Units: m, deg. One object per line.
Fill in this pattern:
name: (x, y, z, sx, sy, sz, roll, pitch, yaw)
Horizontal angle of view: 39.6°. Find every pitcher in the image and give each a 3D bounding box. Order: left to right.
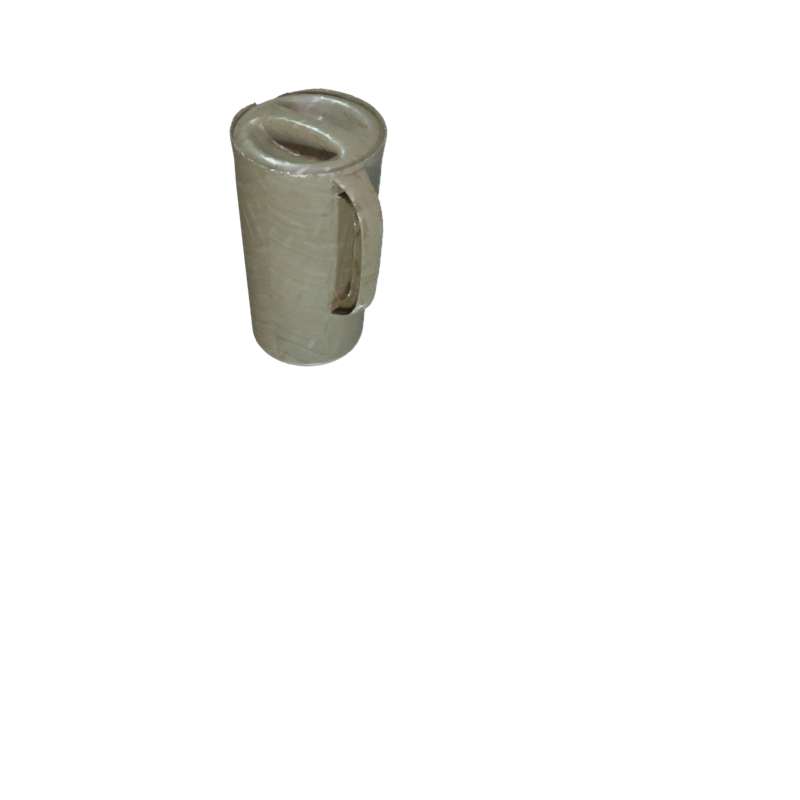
pitcher: (-0.078, -0.142, 0.996, 0.147, 0.226, 0.157, 10, 43, 7)
